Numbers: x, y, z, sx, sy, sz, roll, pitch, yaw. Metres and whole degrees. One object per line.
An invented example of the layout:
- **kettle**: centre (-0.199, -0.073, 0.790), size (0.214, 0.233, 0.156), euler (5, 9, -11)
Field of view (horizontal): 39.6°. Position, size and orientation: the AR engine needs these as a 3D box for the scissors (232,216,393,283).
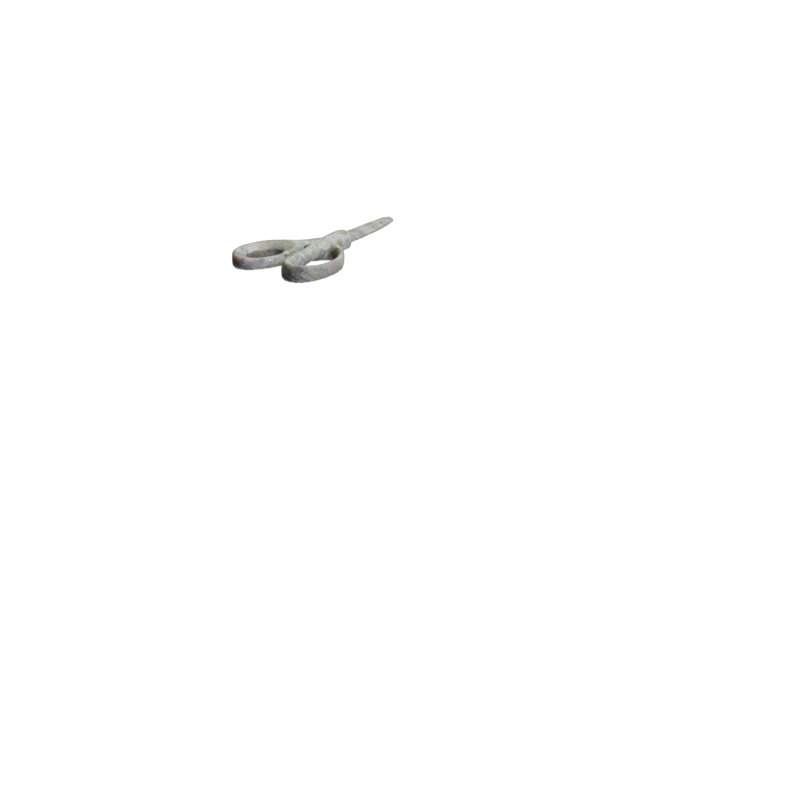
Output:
- **scissors**: centre (-0.071, -0.129, 0.902), size (0.098, 0.015, 0.206), euler (4, 21, 10)
